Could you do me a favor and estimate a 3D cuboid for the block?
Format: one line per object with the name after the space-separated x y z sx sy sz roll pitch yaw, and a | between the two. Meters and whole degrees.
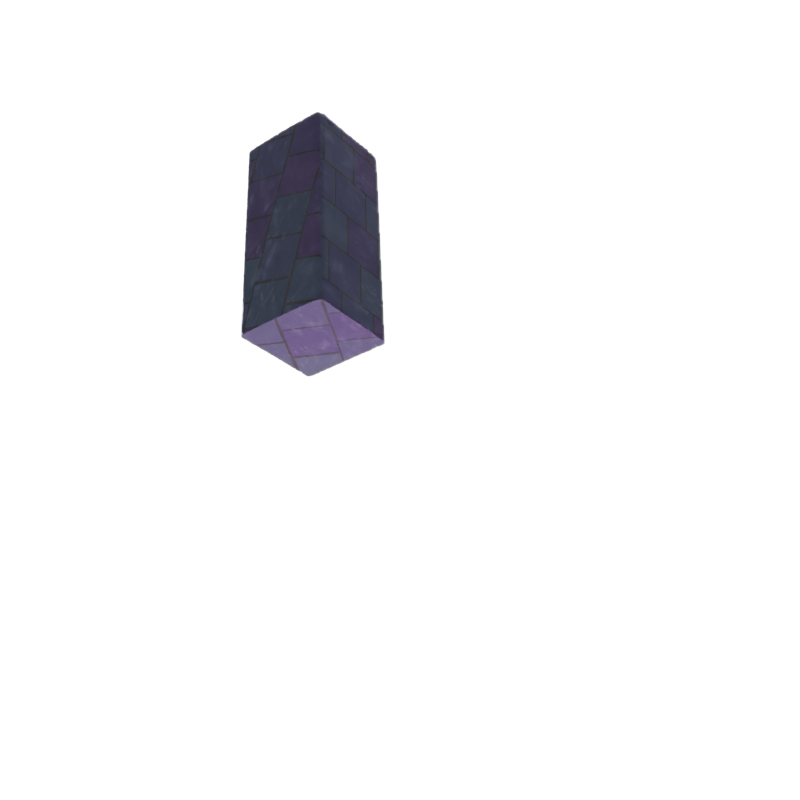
-0.077 -0.142 0.991 0.090 0.221 0.084 -25 -40 30 | block
